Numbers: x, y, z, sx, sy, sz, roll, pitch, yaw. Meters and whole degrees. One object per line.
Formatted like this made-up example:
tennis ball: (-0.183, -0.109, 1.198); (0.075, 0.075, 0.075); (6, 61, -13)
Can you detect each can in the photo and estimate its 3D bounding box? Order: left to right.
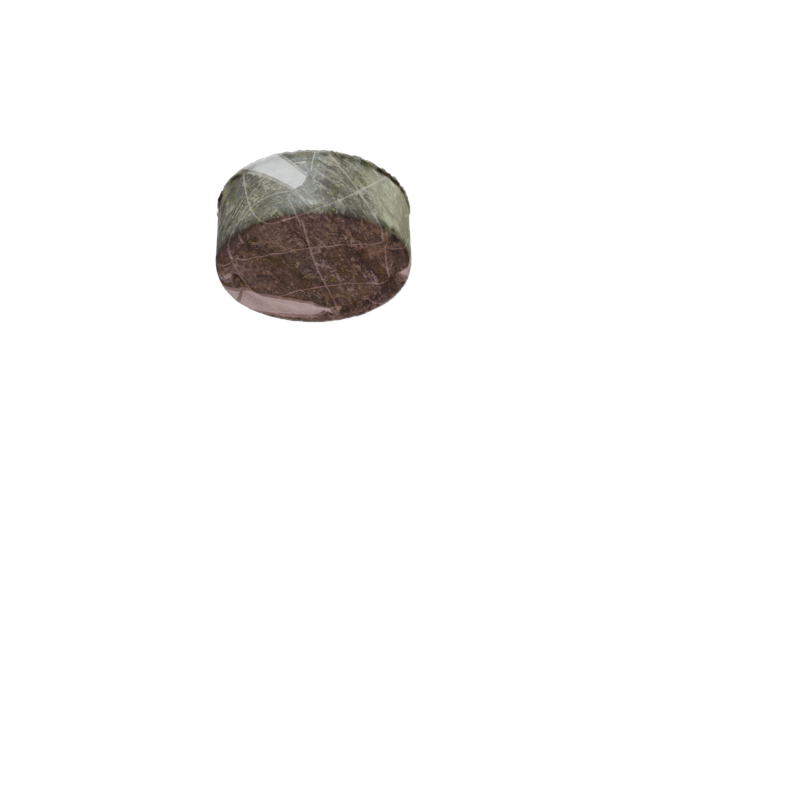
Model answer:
can: (-0.038, -0.069, 0.483); (0.086, 0.036, 0.081); (1, -30, -2)
